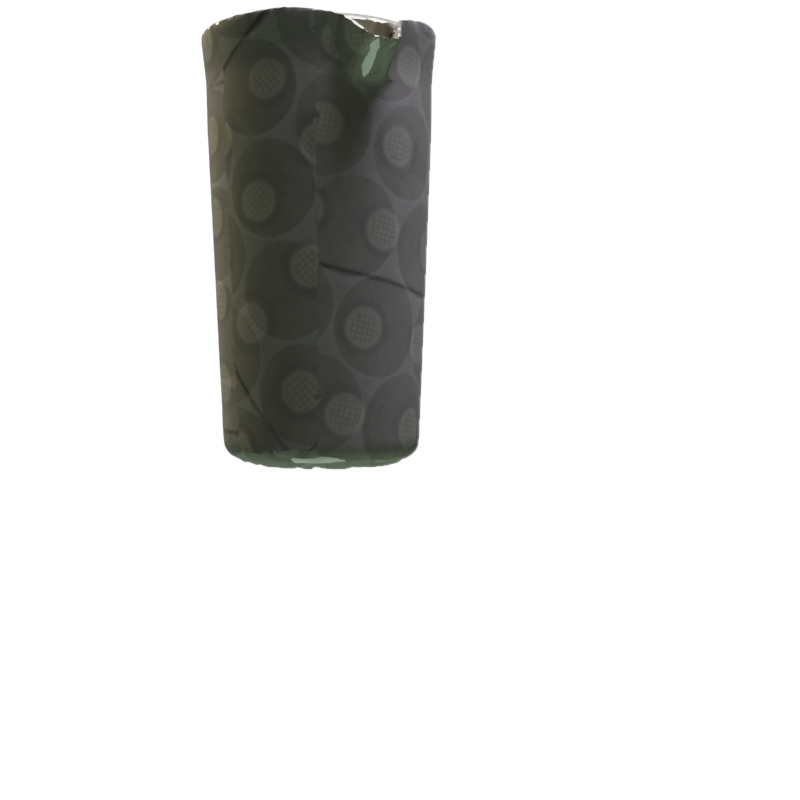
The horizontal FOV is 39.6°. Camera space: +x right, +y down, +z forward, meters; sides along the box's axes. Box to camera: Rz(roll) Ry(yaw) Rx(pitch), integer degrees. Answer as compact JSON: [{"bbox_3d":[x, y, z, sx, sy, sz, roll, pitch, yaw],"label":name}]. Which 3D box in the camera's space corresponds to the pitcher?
[{"bbox_3d":[-0.049,-0.090,0.631,0.148,0.246,0.145,-1,-3,18],"label":"pitcher"}]
